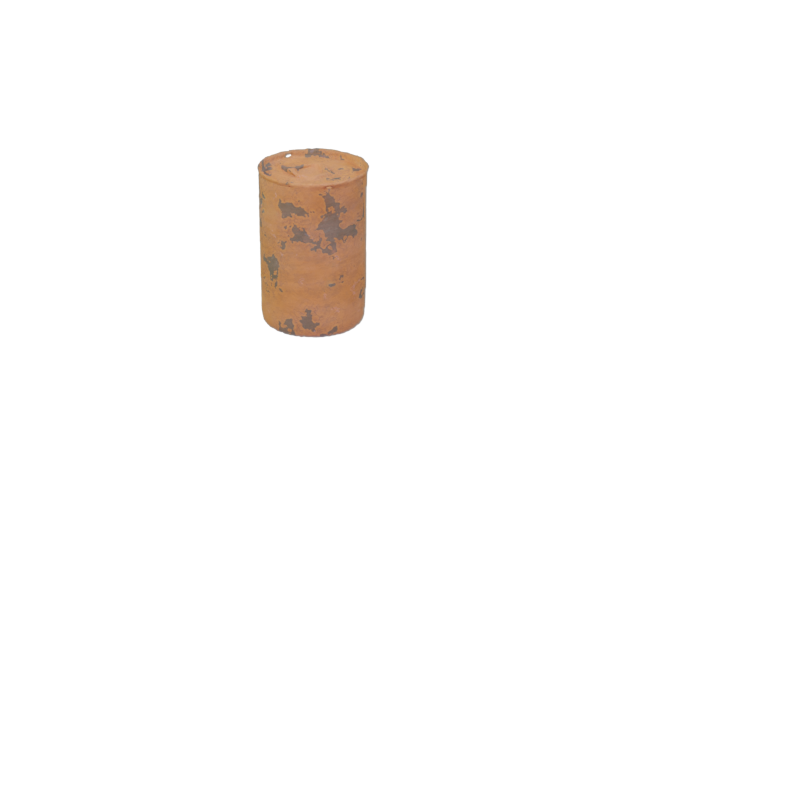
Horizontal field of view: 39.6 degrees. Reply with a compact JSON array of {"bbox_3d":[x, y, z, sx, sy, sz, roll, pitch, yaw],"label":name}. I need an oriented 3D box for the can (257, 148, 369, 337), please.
[{"bbox_3d":[-0.054,-0.099,0.694,0.068,0.097,0.072,0,26,-2],"label":"can"}]
